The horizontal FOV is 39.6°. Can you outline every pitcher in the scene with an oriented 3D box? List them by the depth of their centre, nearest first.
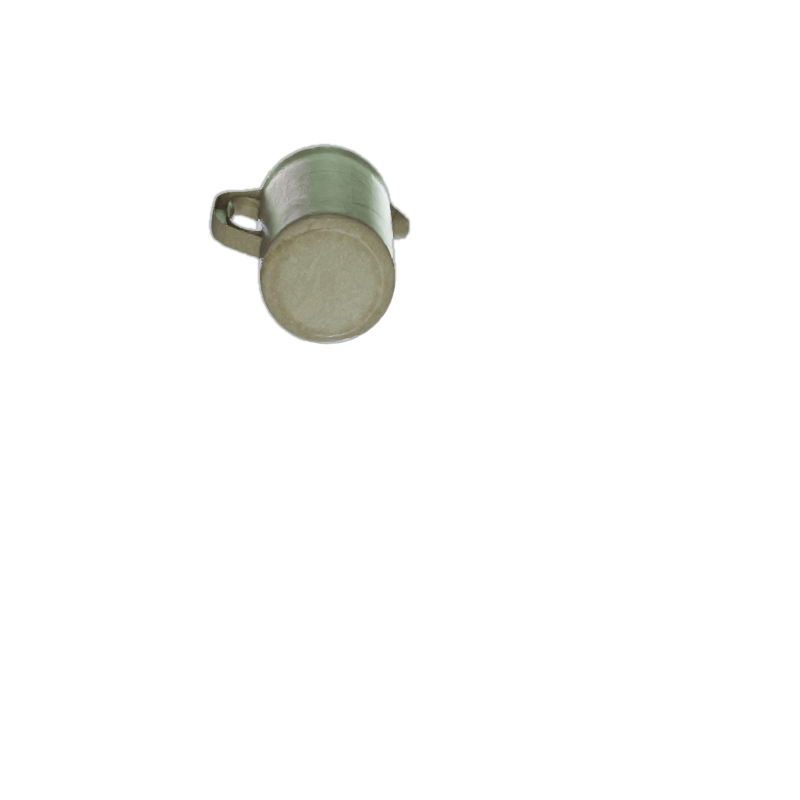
[{"bbox_3d":[-0.077,-0.140,0.980,0.149,0.139,0.254,-33,19,9],"label":"pitcher"}]
